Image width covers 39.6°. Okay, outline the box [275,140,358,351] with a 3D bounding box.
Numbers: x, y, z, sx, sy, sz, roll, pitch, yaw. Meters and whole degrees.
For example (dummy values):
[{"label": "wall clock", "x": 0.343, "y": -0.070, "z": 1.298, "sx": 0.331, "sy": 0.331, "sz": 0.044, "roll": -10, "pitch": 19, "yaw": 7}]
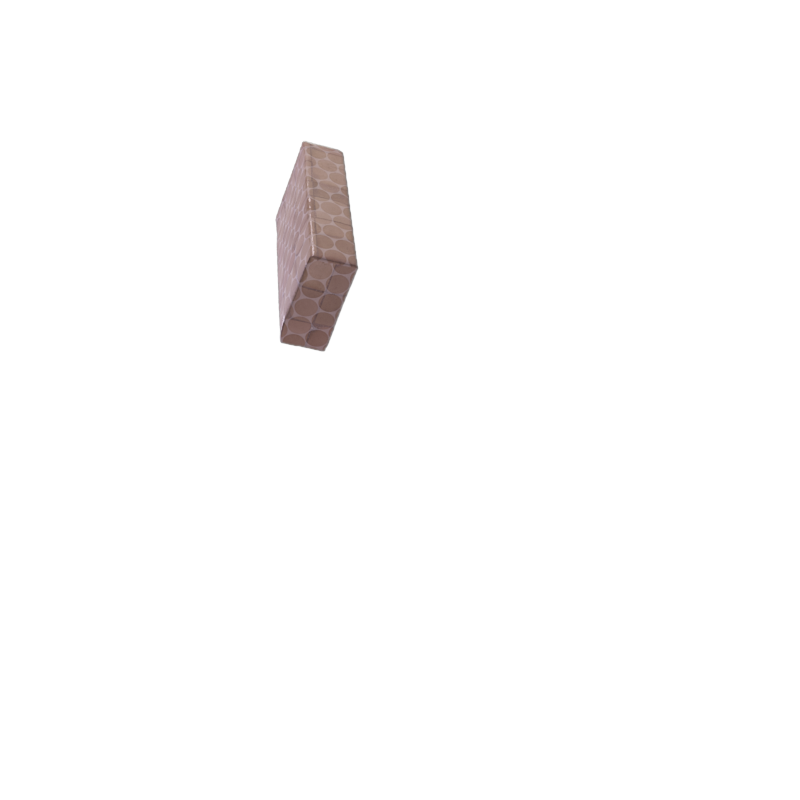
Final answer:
[{"label": "box", "x": -0.073, "y": -0.134, "z": 0.940, "sx": 0.047, "sy": 0.089, "sz": 0.189, "roll": 13, "pitch": 38, "yaw": -15}]
